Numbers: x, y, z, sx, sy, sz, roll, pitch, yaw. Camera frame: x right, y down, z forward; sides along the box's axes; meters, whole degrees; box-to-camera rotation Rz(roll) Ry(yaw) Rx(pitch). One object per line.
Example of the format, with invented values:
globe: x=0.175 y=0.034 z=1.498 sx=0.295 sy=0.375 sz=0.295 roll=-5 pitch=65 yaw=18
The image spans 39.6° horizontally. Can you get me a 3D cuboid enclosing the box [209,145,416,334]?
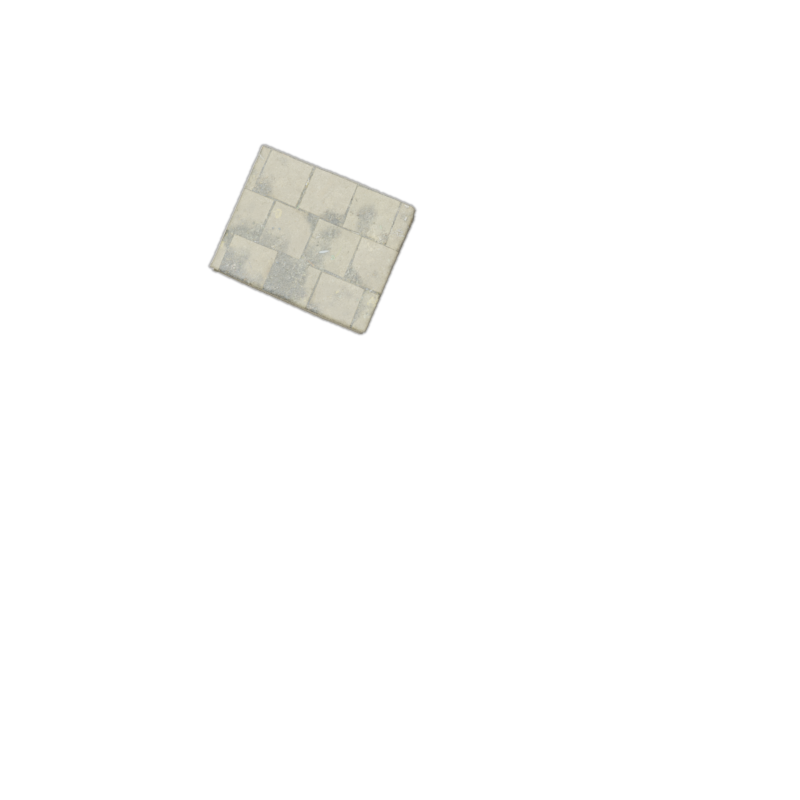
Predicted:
box: x=-0.058 y=-0.105 z=0.738 sx=0.114 sy=0.091 sz=0.038 roll=22 pitch=-8 yaw=3
